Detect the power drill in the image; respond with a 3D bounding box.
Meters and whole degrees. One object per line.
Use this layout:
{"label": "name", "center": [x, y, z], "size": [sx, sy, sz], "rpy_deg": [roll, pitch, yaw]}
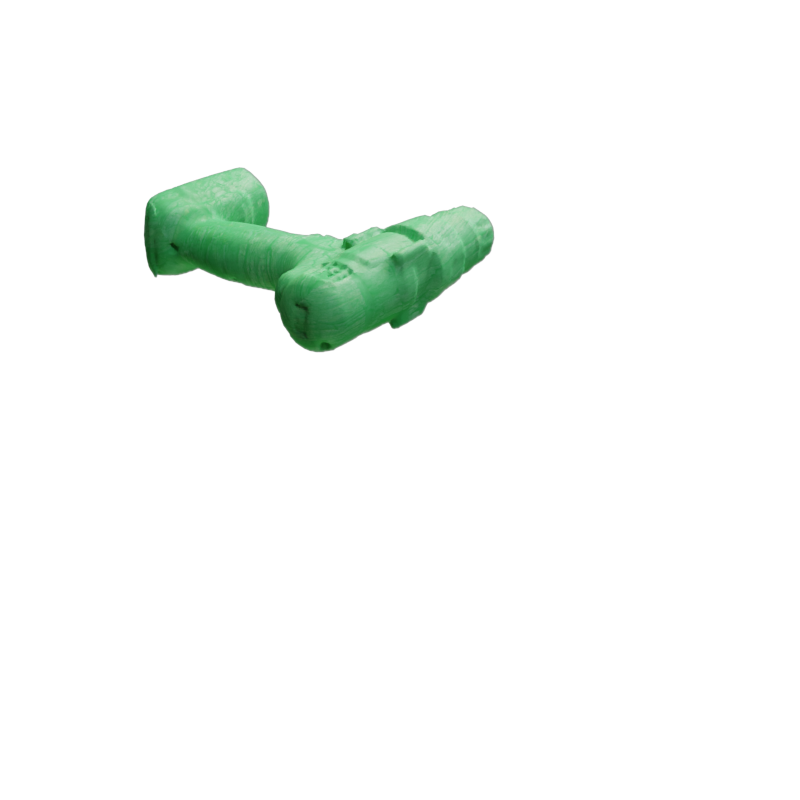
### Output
{"label": "power drill", "center": [-0.055, -0.101, 0.708], "size": [0.198, 0.055, 0.184], "rpy_deg": [19, 32, 33]}
